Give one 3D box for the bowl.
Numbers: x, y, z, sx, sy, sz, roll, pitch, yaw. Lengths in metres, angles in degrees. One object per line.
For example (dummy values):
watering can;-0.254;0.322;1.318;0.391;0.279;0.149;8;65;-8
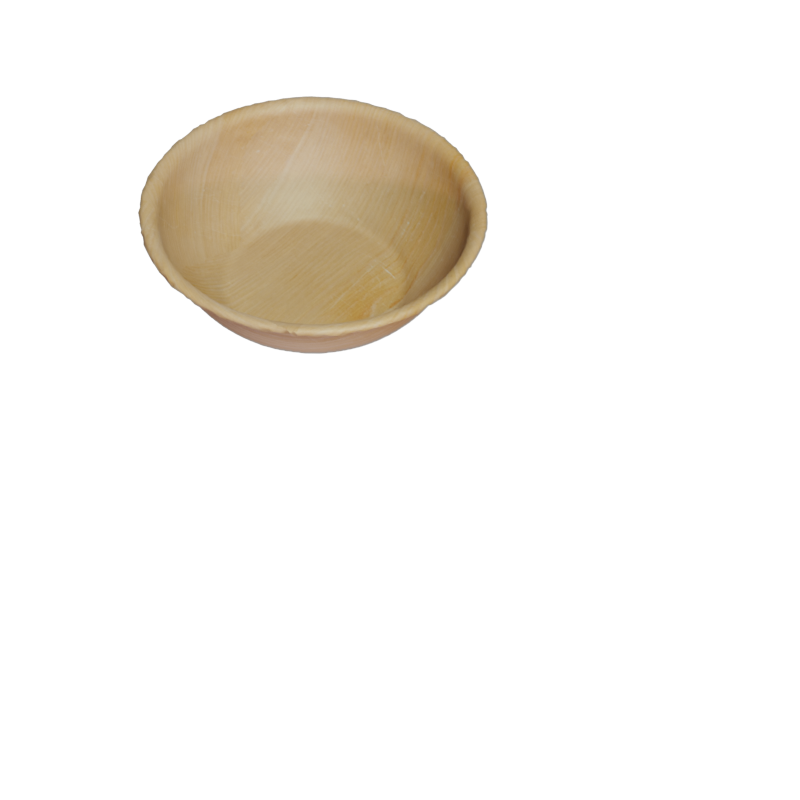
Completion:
bowl;-0.042;-0.076;0.532;0.162;0.174;0.051;-1;-42;-1
